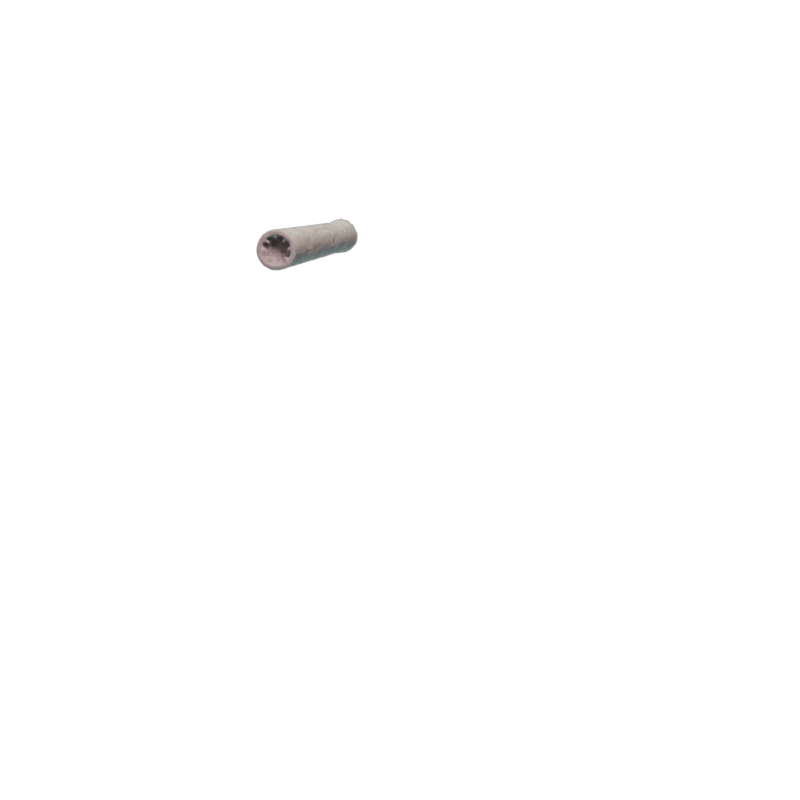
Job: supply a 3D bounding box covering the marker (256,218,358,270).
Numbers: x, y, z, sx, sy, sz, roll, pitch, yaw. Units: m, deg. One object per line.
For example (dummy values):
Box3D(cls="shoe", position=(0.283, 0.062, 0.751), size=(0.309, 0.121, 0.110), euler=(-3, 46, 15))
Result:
Box3D(cls="marker", position=(-0.044, -0.080, 0.557), size=(0.020, 0.019, 0.121), euler=(1, 11, 12))
